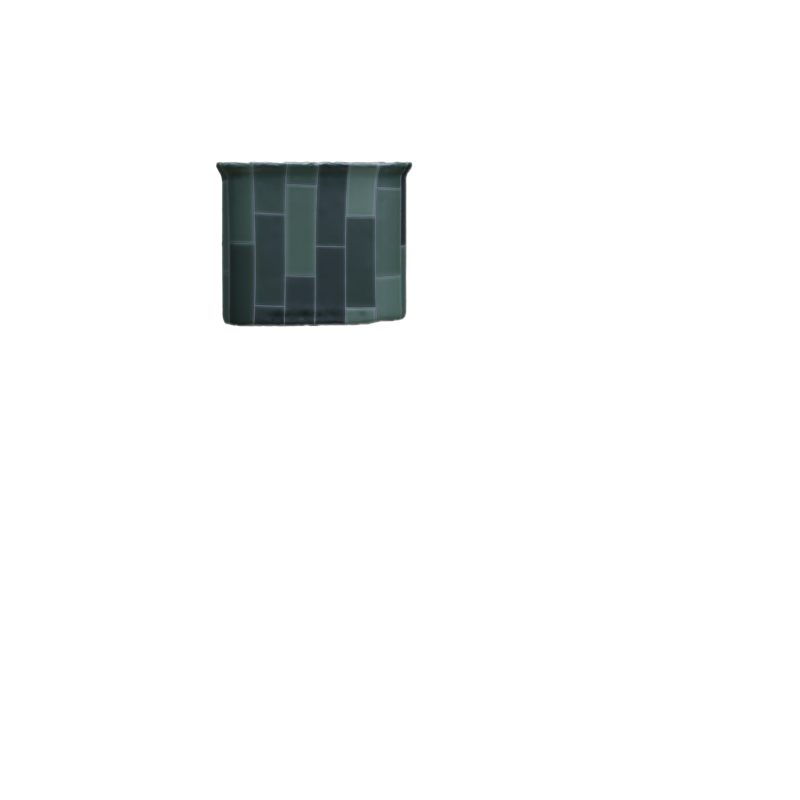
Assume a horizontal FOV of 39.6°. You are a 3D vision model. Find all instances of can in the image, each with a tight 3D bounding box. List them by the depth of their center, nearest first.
[{"bbox_3d":[-0.046,-0.084,0.586,0.101,0.083,0.059,-1,5,-6],"label":"can"}]
